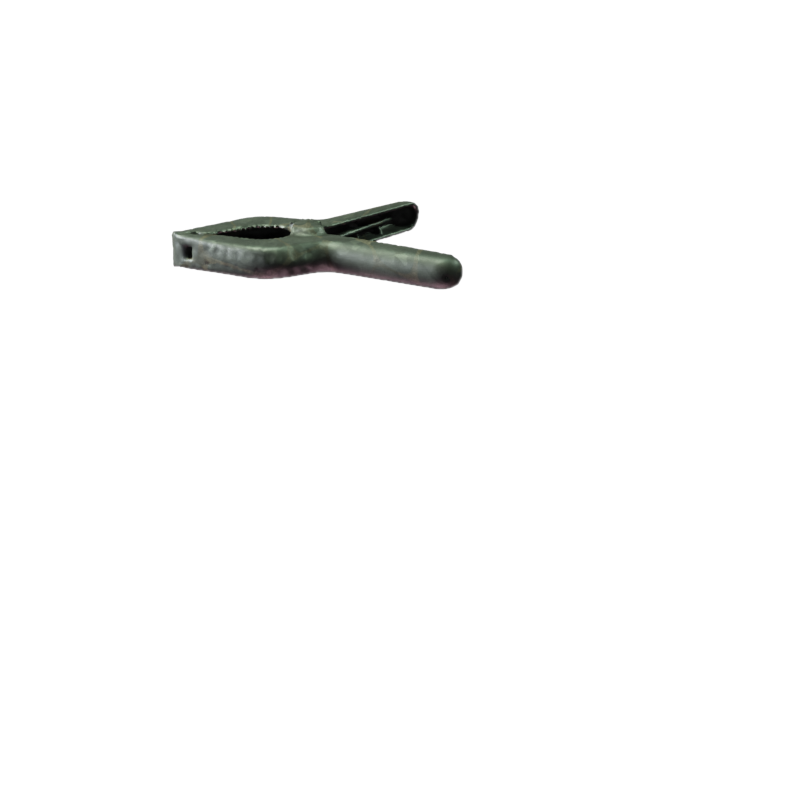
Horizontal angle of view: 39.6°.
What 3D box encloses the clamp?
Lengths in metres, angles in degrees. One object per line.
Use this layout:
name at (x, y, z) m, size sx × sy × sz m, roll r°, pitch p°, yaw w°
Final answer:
clamp at (-0.066, -0.121, 0.847) m, size 0.210 × 0.035 × 0.172 m, roll 0°, pitch 23°, yaw -1°
